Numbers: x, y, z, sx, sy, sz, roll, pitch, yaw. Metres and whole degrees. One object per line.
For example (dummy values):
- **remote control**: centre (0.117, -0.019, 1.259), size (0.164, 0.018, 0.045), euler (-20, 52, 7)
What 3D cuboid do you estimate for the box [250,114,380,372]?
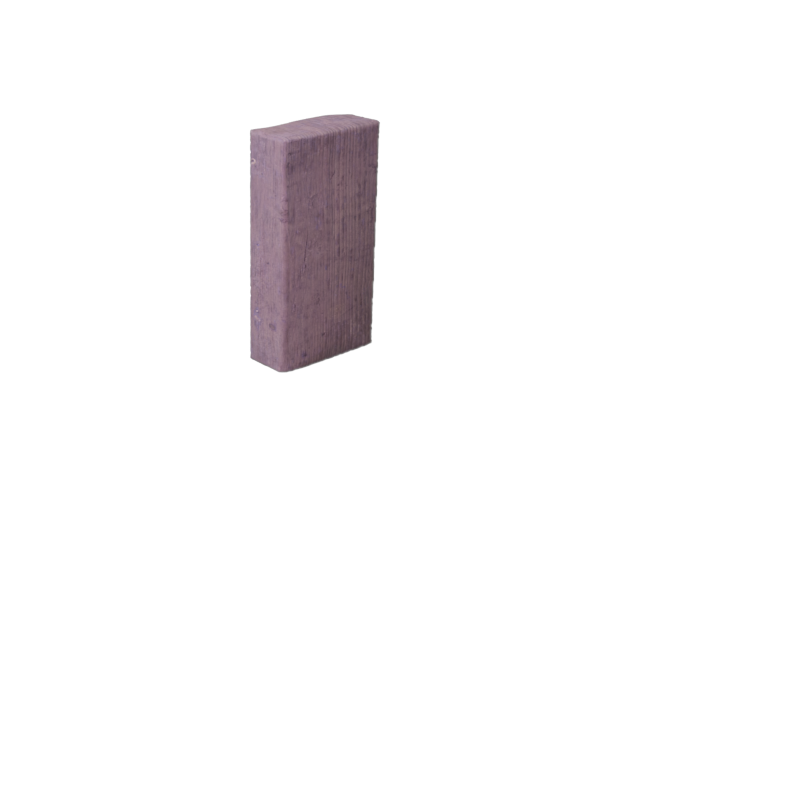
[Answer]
- **box**: centre (-0.063, -0.115, 0.808), size (0.092, 0.169, 0.051), euler (-17, 26, -41)
